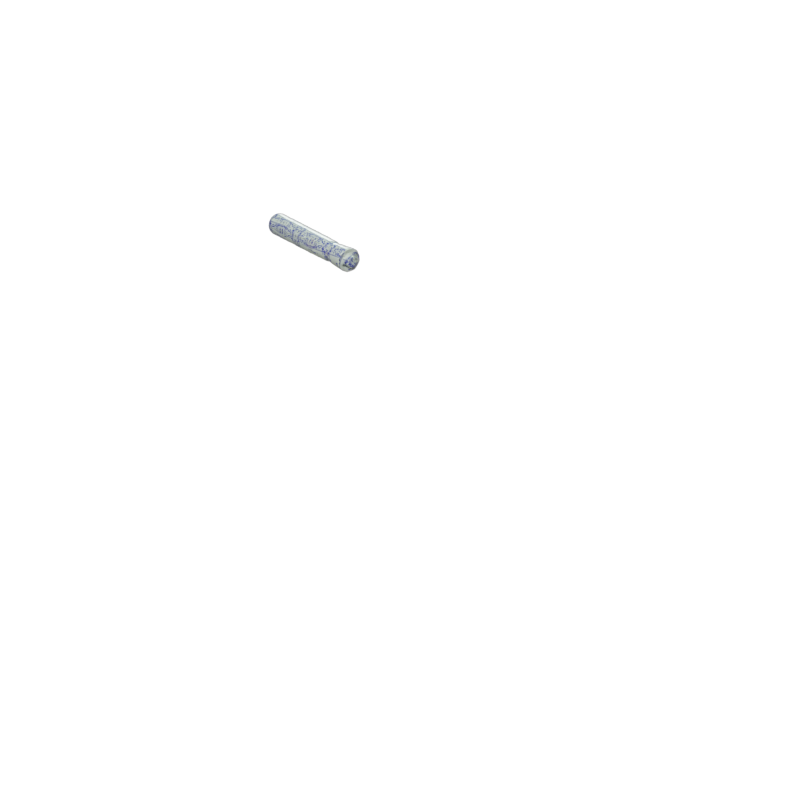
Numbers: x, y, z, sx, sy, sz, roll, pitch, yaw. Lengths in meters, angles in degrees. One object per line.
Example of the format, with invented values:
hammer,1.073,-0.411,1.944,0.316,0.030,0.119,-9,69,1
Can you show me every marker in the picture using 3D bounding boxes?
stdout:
marker,-0.069,-0.126,0.880,0.019,0.019,0.129,-3,22,-33
